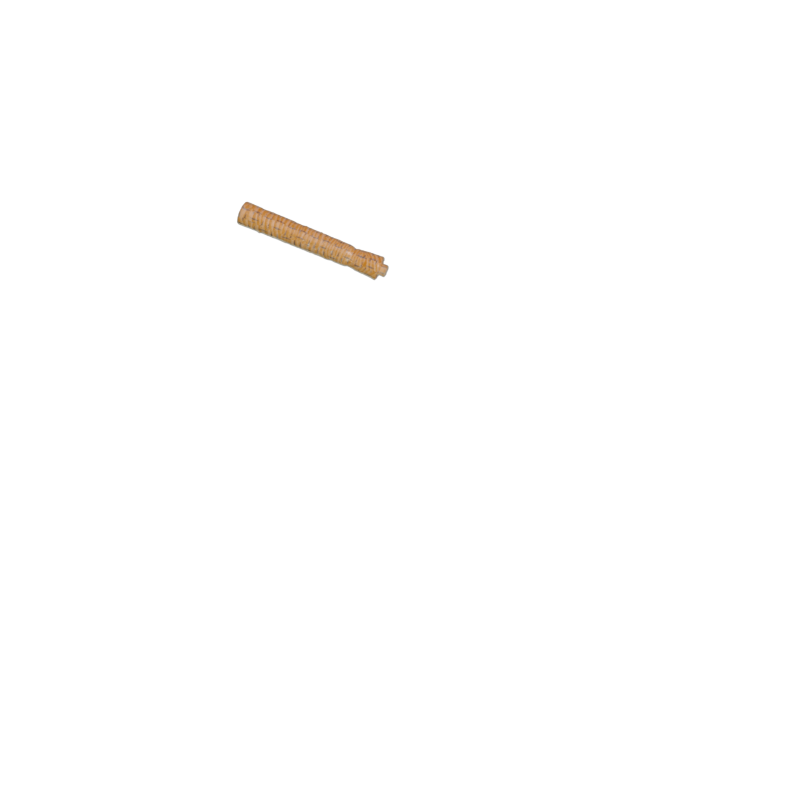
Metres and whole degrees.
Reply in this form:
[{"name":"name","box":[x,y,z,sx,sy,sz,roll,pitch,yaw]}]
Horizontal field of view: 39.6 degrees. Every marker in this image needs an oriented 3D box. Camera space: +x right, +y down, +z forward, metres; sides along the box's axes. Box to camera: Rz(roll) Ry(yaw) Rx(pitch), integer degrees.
[{"name":"marker","box":[-0.066,-0.120,0.841,0.124,0.020,0.019,23,7,10]}]
